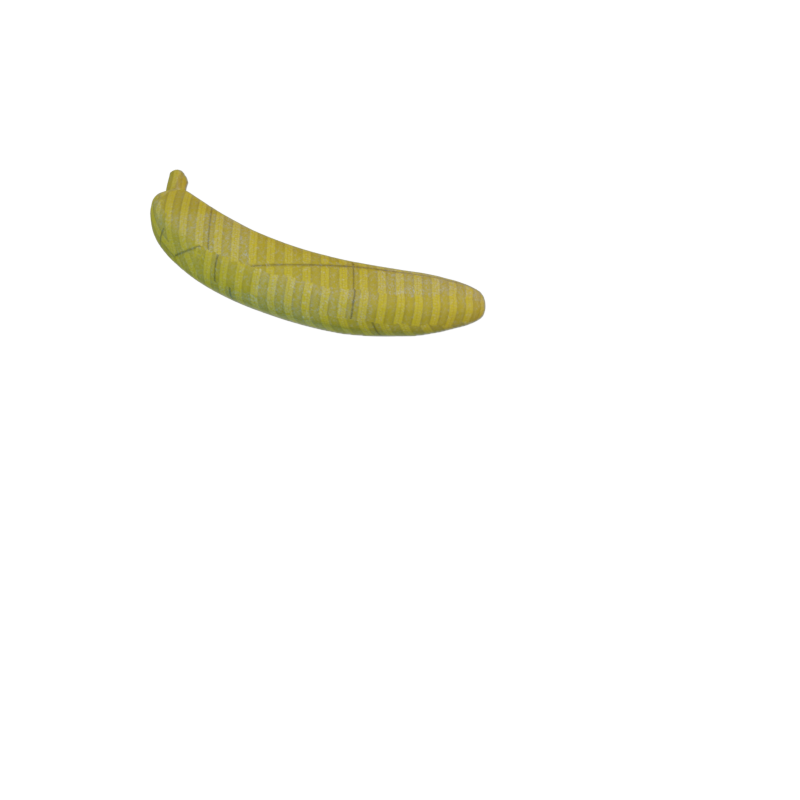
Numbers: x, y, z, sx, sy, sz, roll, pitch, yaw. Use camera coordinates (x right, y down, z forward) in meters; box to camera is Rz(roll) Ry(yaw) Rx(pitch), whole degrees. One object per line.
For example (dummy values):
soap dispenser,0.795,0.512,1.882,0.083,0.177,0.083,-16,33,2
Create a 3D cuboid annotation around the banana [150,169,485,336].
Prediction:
banana,-0.057,-0.071,0.564,0.207,0.034,0.071,26,54,21
